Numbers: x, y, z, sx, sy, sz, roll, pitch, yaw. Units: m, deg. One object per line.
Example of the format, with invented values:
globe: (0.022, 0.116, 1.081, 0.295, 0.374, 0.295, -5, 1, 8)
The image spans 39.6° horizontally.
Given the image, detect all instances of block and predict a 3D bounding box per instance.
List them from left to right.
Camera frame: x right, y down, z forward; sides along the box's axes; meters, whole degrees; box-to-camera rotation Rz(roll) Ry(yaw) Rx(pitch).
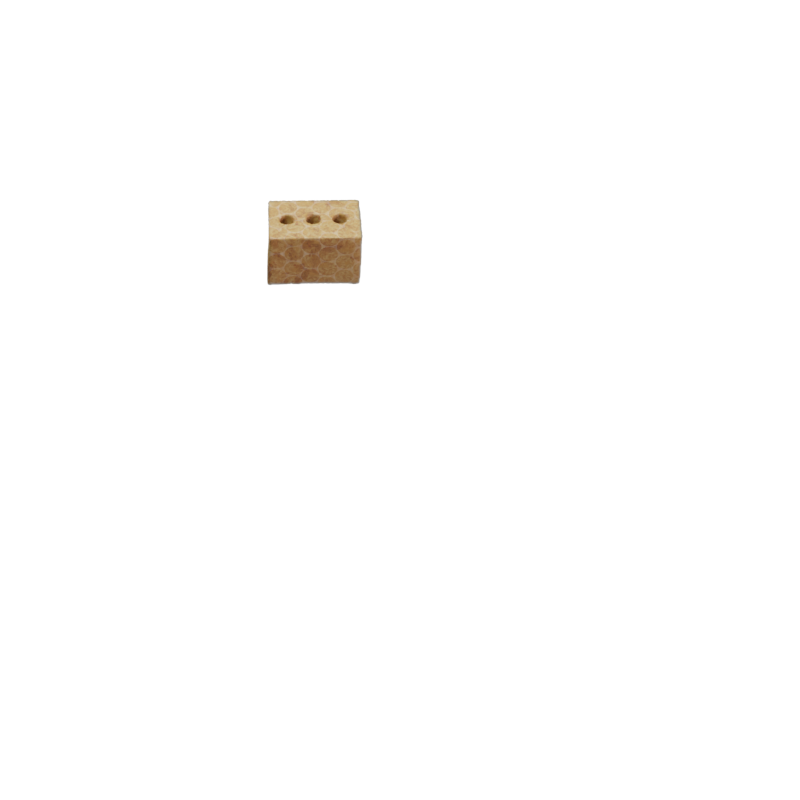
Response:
block: (-0.072, -0.132, 0.923, 0.078, 0.048, 0.057, -2, 44, -3)
